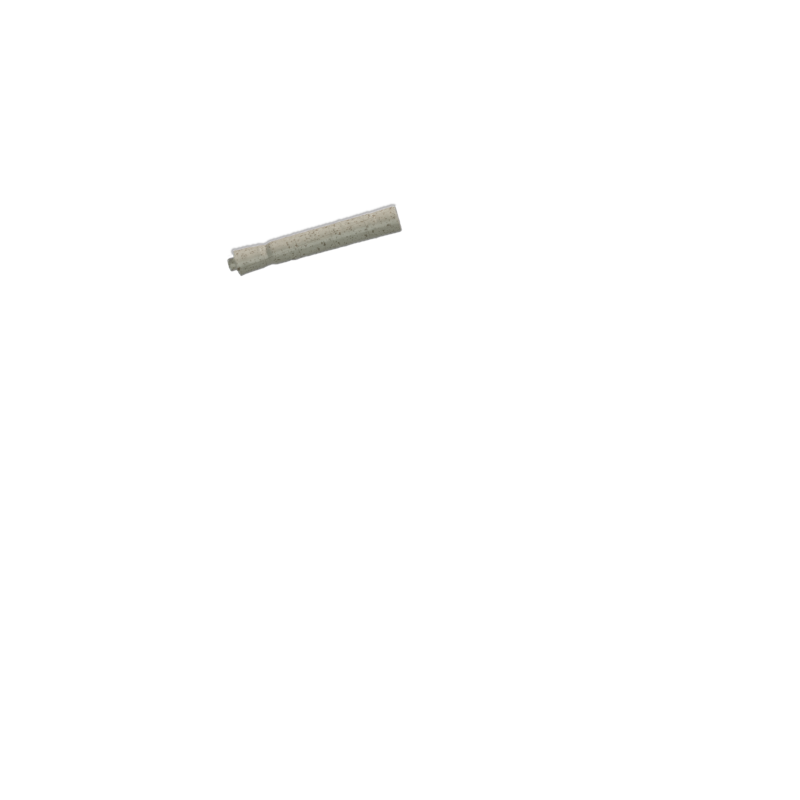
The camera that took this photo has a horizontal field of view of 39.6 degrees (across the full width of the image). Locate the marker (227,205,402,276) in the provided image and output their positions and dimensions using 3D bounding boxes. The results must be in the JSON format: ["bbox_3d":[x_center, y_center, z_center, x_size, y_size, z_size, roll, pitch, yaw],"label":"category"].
[{"bbox_3d":[-0.059,-0.108,0.758,0.121,0.020,0.020,-15,3,5],"label":"marker"}]
